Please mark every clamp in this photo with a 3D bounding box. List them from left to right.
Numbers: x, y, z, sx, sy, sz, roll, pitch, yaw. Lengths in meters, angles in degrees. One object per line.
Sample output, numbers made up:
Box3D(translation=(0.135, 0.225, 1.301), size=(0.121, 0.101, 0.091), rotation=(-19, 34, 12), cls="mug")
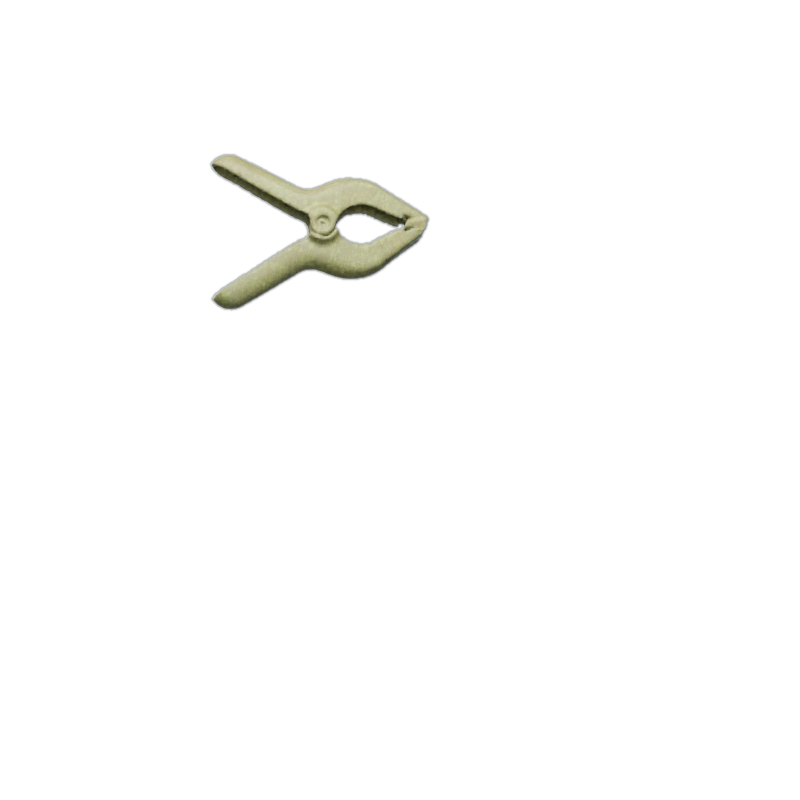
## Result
Box3D(translation=(-0.067, -0.121, 0.849), size=(0.172, 0.123, 0.038), rotation=(6, -9, 1), cls="clamp")
